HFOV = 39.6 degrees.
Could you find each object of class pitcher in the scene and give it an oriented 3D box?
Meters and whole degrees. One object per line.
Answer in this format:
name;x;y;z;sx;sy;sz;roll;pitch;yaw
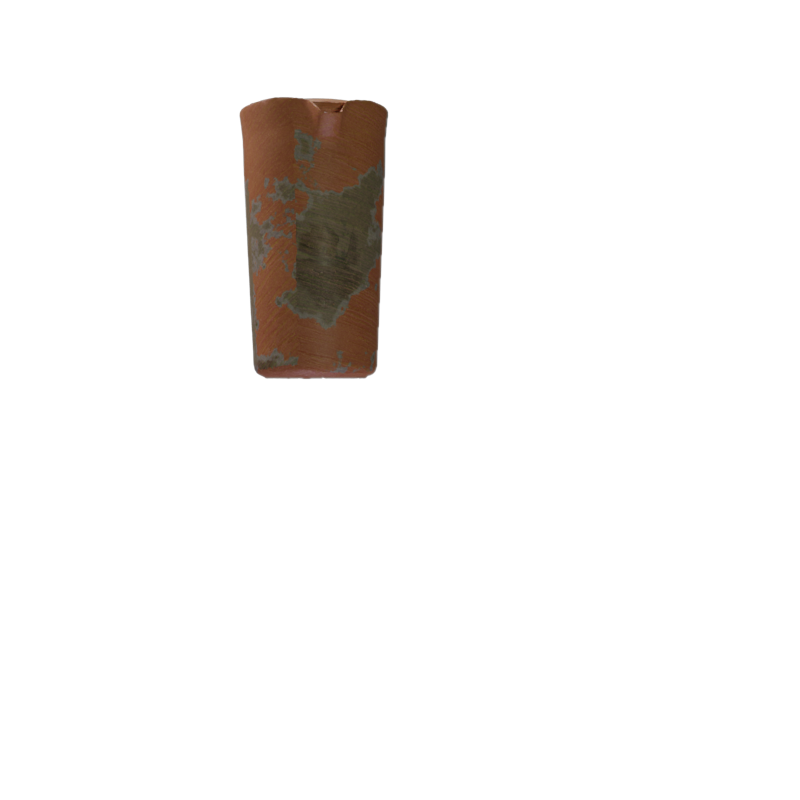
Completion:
pitcher;-0.078;-0.141;0.990;0.149;0.247;0.142;-4;-6;31
